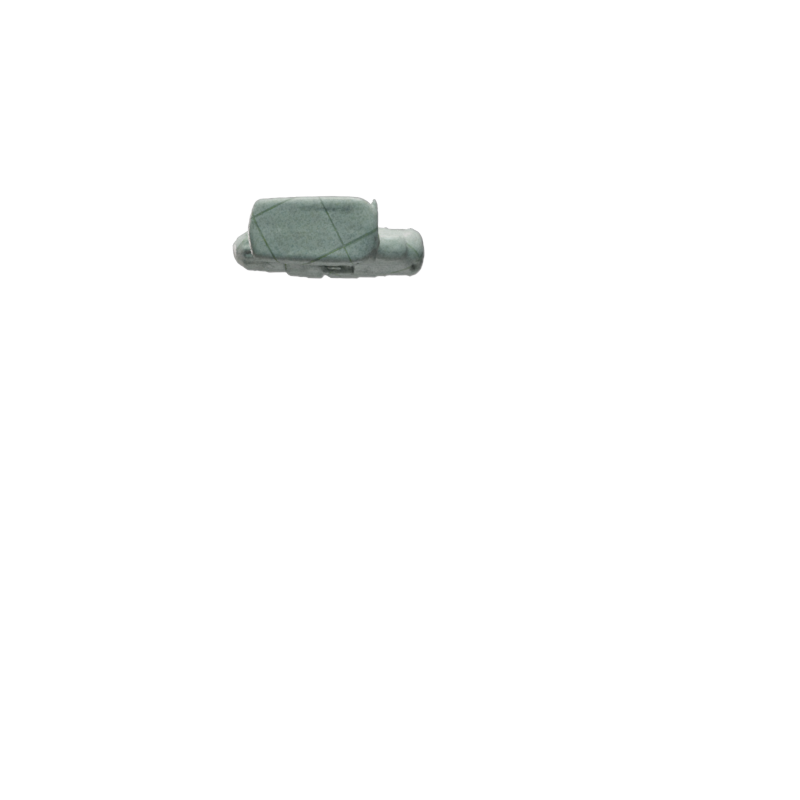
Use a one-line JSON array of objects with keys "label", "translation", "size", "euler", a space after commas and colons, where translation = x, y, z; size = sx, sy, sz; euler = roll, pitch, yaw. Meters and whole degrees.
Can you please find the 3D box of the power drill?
[{"label": "power drill", "translation": [-0.077, -0.141, 0.990], "size": [0.187, 0.058, 0.184], "euler": [0, 2, 9]}]
